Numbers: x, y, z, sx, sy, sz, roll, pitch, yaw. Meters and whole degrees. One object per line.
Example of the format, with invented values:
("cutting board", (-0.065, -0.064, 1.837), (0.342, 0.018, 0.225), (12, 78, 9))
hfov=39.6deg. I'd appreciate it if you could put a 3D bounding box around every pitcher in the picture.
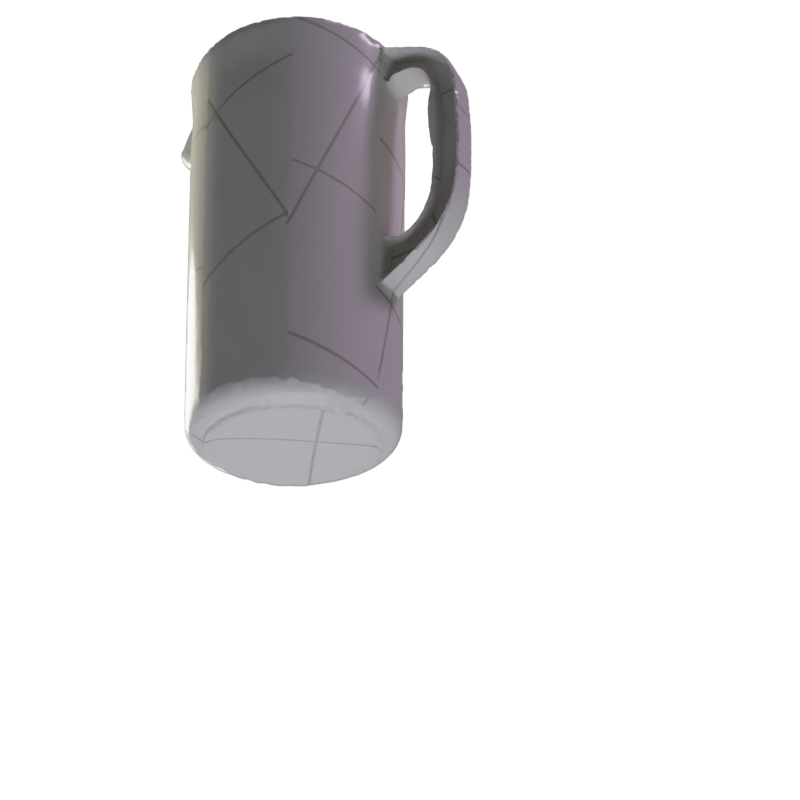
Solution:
("pitcher", (-0.047, -0.087, 0.607), (0.141, 0.260, 0.143), (8, -35, -16))
